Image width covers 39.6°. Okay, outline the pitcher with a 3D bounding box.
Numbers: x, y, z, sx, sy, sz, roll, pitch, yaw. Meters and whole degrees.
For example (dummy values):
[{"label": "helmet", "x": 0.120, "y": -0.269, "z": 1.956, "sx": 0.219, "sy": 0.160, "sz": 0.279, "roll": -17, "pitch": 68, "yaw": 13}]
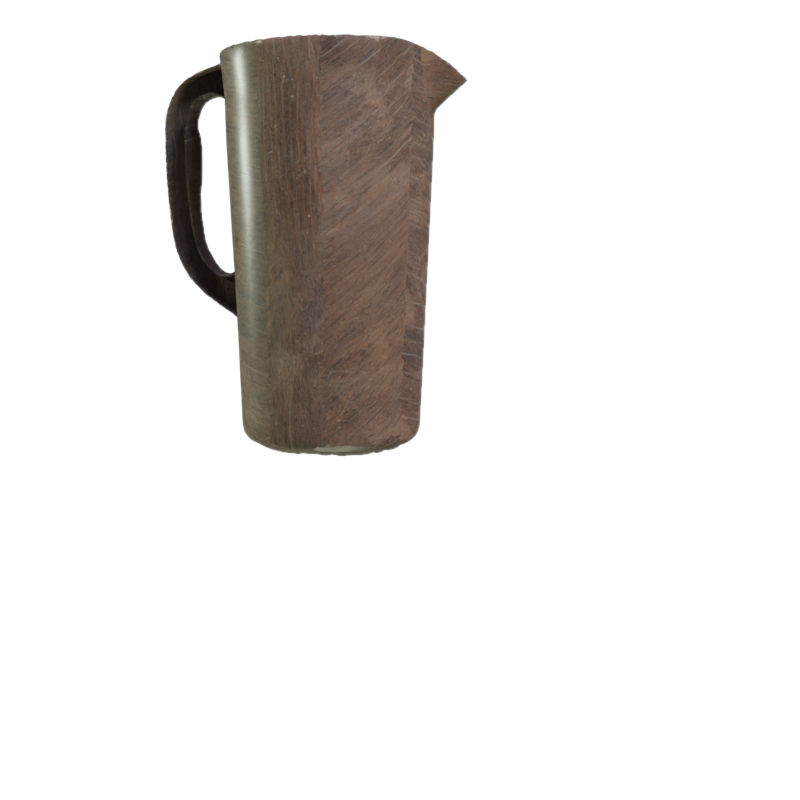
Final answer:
[{"label": "pitcher", "x": -0.053, "y": -0.097, "z": 0.676, "sx": 0.140, "sy": 0.242, "sz": 0.155, "roll": -2, "pitch": 4, "yaw": -31}]
